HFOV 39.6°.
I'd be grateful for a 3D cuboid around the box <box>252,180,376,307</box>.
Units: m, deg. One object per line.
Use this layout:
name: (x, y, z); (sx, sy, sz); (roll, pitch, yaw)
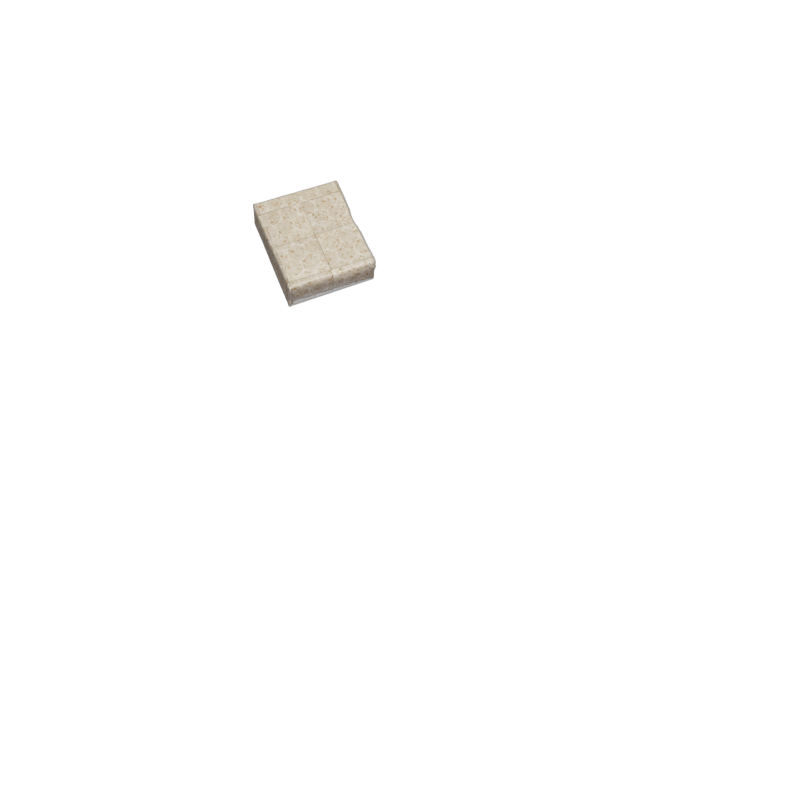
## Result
box: (-0.069, -0.126, 0.883); (0.073, 0.096, 0.028); (-18, -30, -11)
